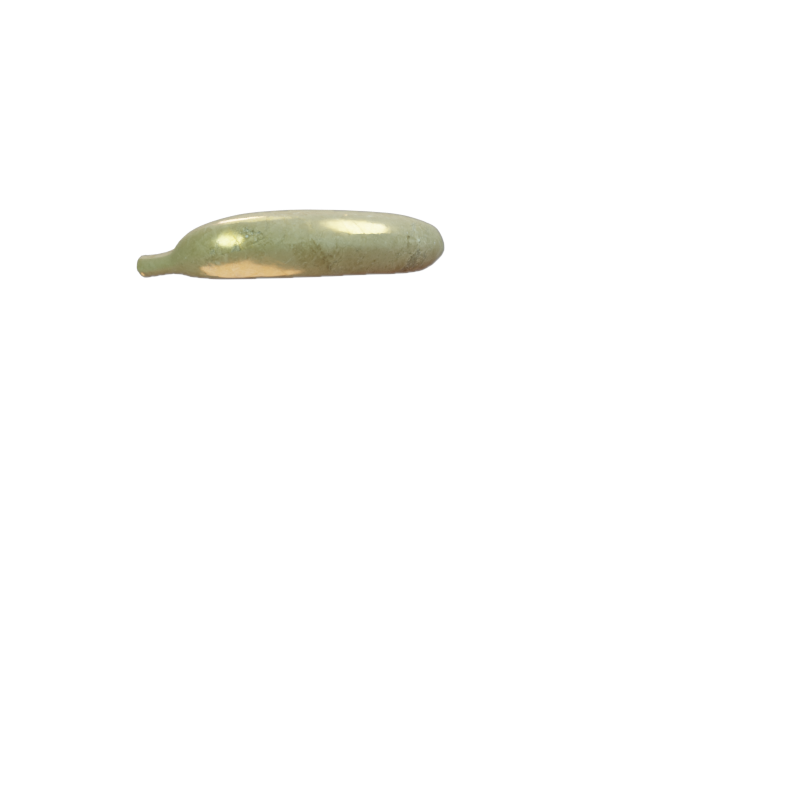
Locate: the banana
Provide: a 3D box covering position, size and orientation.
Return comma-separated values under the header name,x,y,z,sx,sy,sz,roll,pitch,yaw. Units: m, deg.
name,x,y,z,sx,sy,sz,roll,pitch,yaw
banana,-0.042,-0.088,0.617,0.192,0.036,0.073,-6,10,-31
